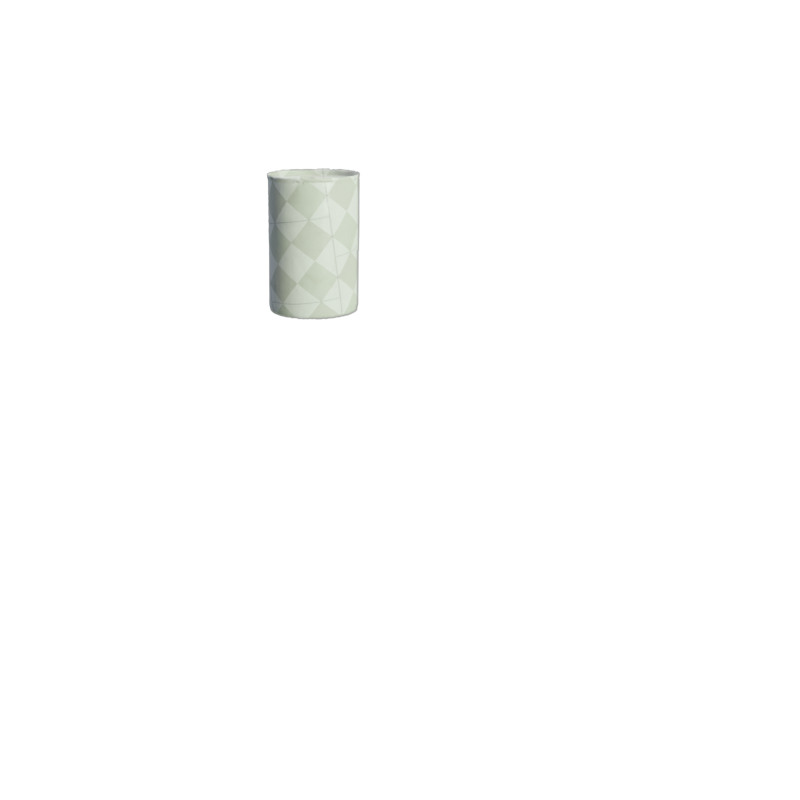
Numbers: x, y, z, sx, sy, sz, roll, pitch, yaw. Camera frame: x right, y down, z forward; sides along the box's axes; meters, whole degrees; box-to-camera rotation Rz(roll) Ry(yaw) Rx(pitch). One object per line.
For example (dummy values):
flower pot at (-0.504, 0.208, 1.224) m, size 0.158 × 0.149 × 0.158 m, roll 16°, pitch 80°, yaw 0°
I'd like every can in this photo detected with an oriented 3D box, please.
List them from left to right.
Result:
can at (-0.064, -0.116, 0.814) m, size 0.068 × 0.100 × 0.071 m, roll 0°, pitch 12°, yaw -2°
